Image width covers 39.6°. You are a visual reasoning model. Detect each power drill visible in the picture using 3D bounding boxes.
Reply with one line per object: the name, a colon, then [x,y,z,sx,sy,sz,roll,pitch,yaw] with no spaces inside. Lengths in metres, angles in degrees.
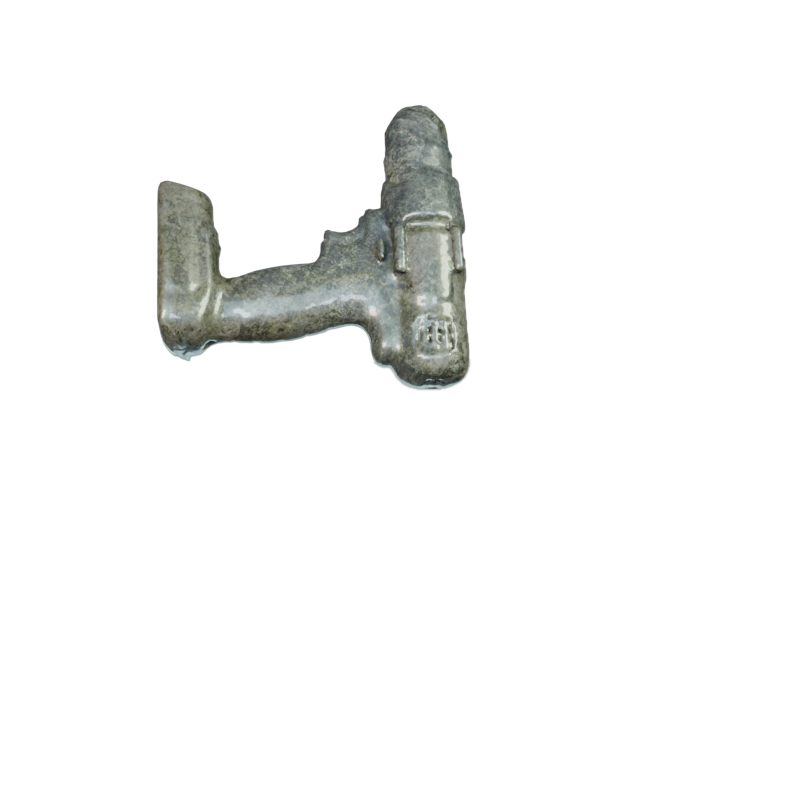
power drill: [-0.053,-0.097,0.676,0.187,0.195,0.054,-2,-23,-1]
